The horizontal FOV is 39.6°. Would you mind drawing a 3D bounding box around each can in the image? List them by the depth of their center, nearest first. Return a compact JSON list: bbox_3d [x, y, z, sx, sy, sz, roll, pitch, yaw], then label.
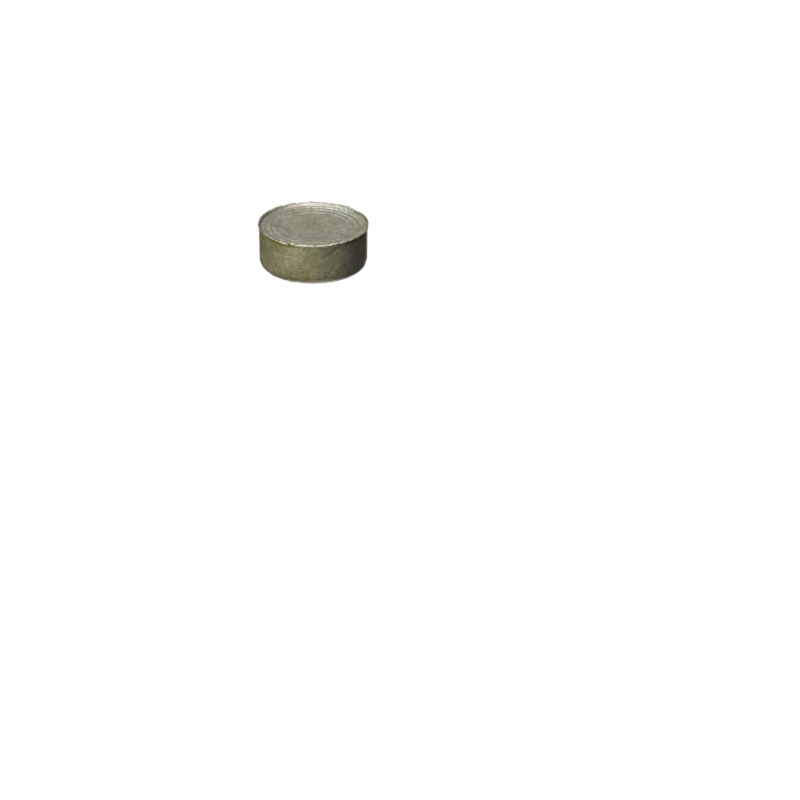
[{"bbox_3d":[-0.067,-0.123,0.862,0.086,0.032,0.091,-1,30,-2],"label":"can"}]
